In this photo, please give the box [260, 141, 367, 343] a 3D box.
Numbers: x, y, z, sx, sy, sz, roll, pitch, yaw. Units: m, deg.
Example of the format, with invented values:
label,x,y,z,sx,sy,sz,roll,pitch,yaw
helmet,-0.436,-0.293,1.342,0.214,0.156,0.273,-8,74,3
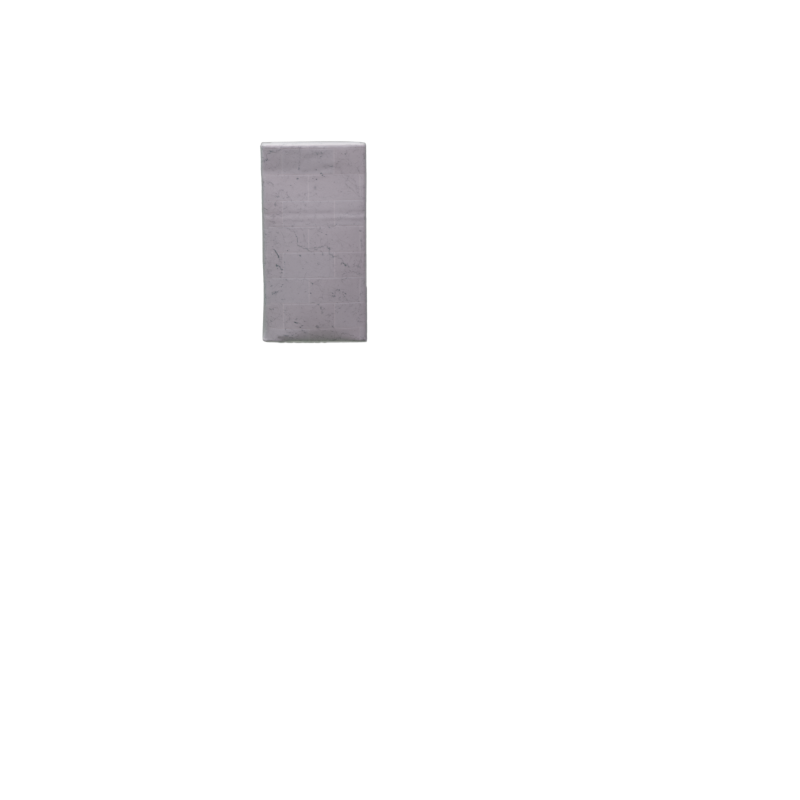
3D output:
label,x,y,z,sx,sy,sz,roll,pitch,yaw
box,-0.076,-0.140,0.978,0.093,0.174,0.049,0,6,-5
